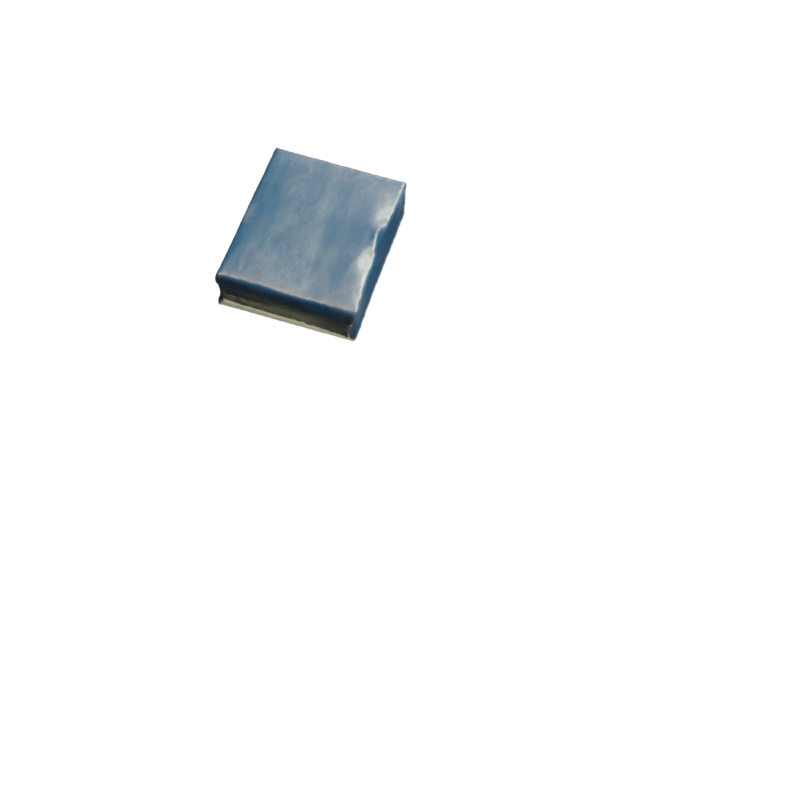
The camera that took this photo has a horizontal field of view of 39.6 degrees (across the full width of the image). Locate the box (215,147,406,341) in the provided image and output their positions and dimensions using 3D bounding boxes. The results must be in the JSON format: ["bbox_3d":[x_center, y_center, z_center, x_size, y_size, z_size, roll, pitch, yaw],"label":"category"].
[{"bbox_3d":[-0.044,-0.080,0.562,0.075,0.093,0.028,15,-32,9],"label":"box"}]
